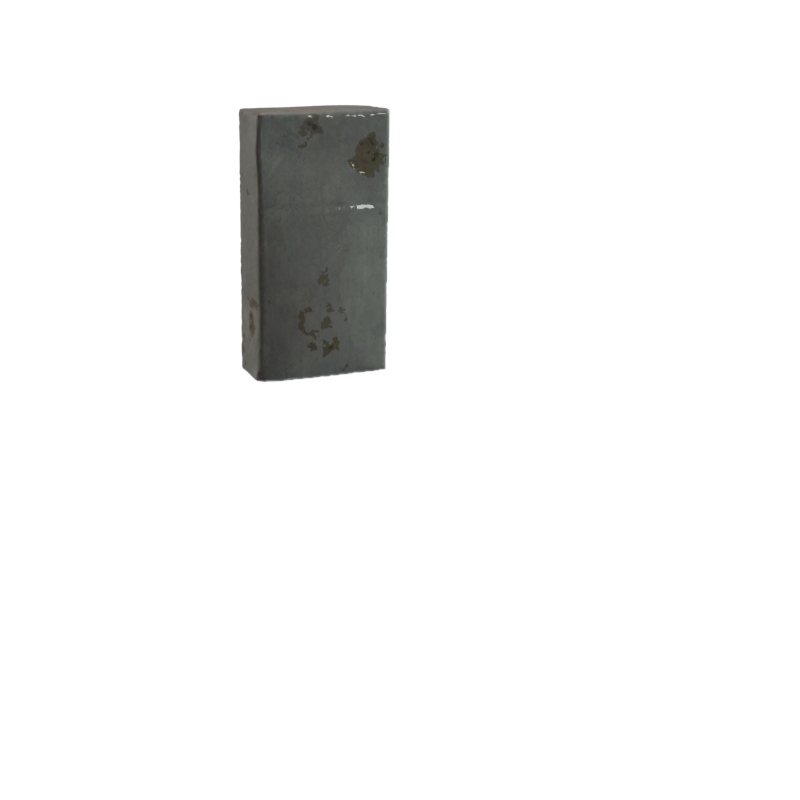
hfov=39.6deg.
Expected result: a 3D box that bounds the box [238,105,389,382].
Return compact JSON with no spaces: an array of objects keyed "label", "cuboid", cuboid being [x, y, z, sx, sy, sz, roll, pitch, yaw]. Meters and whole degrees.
[{"label":"box","cuboid":[-0.057,-0.104,0.728,0.091,0.172,0.050,-4,12,-23]}]
